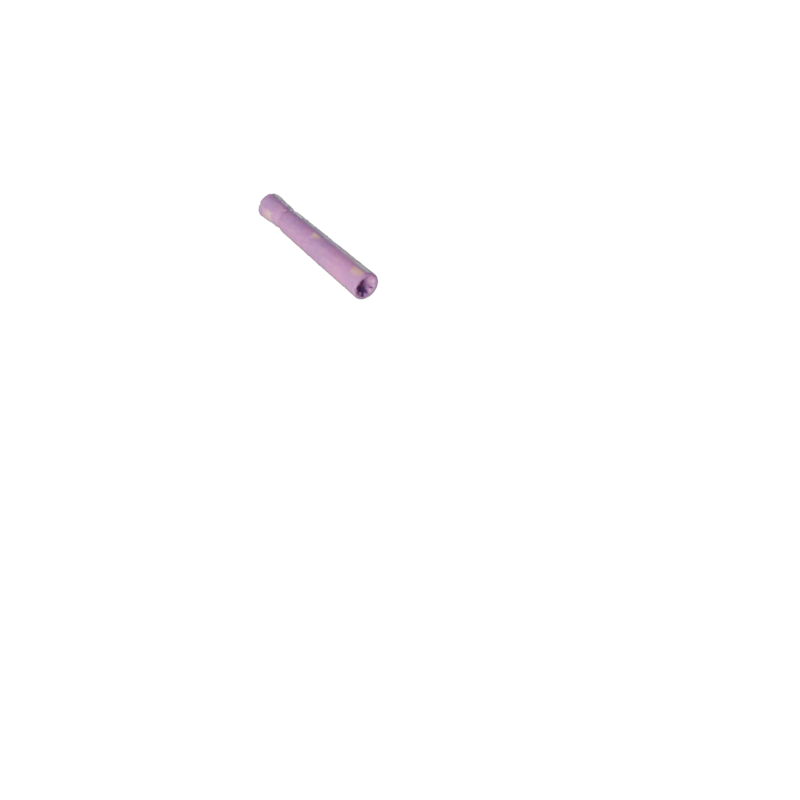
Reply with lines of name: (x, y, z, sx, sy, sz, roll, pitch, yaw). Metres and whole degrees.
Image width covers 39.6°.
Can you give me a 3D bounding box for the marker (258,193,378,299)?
marker: (-0.057, -0.104, 0.730, 0.019, 0.019, 0.130, -3, 33, -39)
